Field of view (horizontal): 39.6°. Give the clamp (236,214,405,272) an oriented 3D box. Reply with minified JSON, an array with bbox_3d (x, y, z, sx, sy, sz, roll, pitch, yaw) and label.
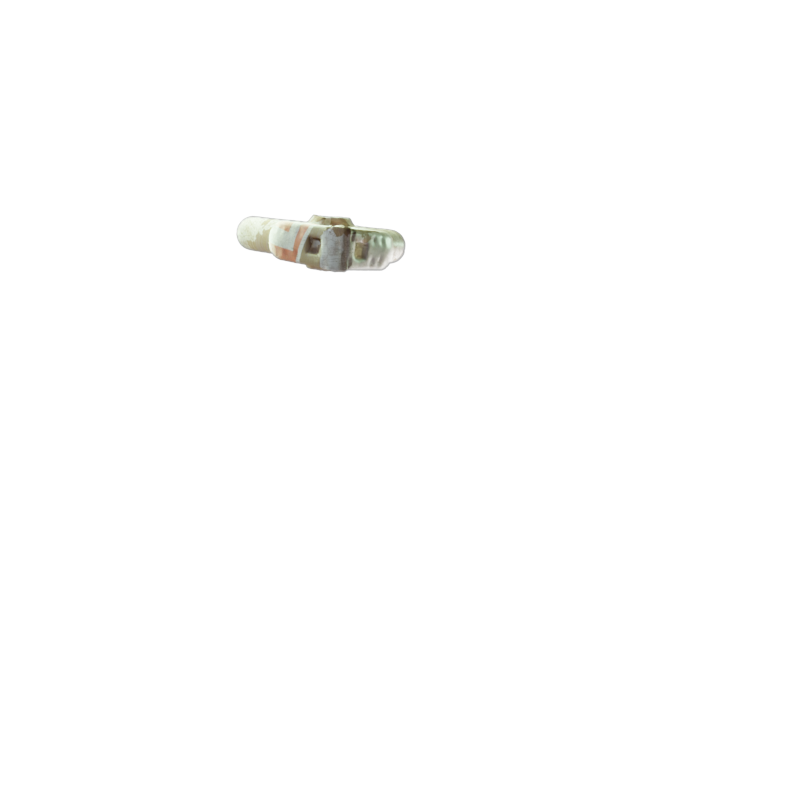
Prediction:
[{"bbox_3d":[-0.057,-0.104,0.732,0.121,0.039,0.172,0,7,2],"label":"clamp"}]
